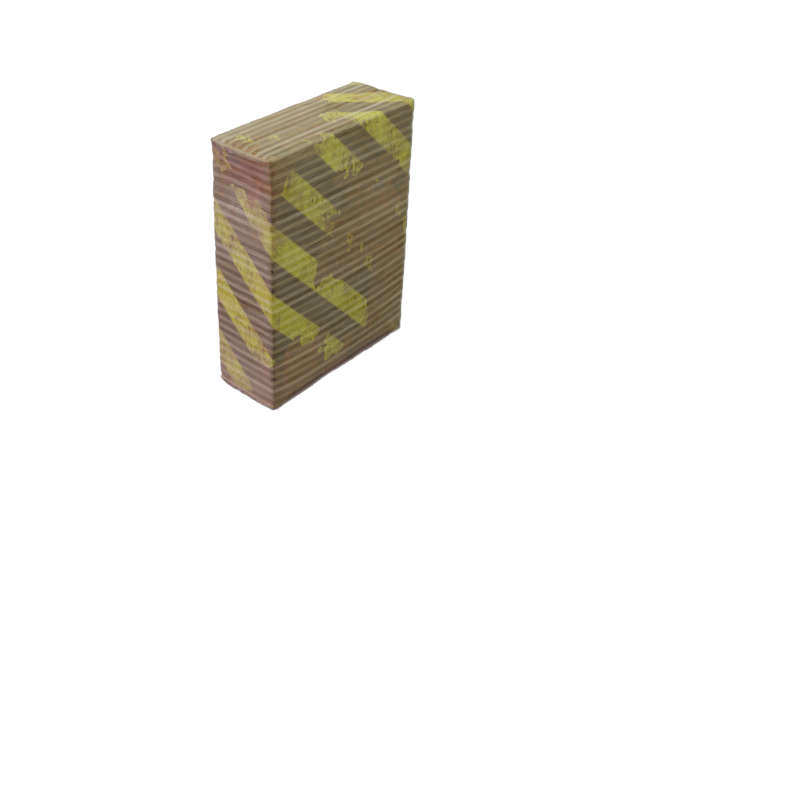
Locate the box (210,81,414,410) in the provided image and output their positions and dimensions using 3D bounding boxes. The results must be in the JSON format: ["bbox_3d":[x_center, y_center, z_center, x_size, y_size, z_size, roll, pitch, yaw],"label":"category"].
[{"bbox_3d":[-0.068,-0.125,0.873,0.076,0.201,0.164,23,38,32],"label":"box"}]
